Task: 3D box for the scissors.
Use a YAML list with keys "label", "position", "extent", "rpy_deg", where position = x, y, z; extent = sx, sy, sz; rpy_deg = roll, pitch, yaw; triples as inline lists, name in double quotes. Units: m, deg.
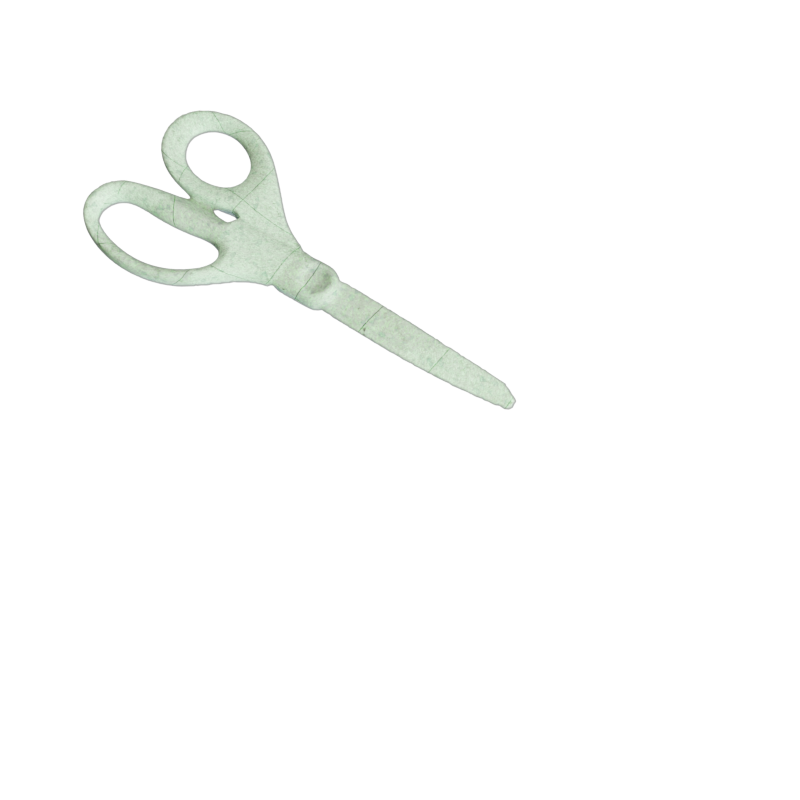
- label: "scissors"
  position: [-0.038, -0.069, 0.485]
  extent: [0.205, 0.100, 0.015]
  rpy_deg: [16, -24, 8]
